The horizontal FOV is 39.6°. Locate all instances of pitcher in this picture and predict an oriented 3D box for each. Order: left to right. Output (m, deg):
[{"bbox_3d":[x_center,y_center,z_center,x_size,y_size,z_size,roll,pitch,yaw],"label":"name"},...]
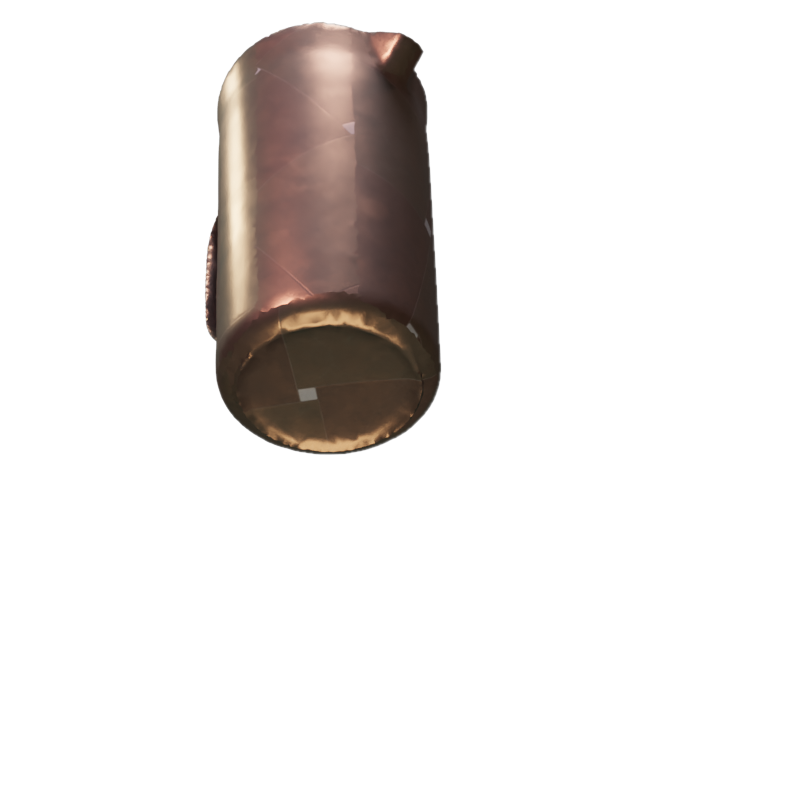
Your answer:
[{"bbox_3d":[-0.048,-0.088,0.619,0.145,0.139,0.261,-3,44,0],"label":"pitcher"}]
